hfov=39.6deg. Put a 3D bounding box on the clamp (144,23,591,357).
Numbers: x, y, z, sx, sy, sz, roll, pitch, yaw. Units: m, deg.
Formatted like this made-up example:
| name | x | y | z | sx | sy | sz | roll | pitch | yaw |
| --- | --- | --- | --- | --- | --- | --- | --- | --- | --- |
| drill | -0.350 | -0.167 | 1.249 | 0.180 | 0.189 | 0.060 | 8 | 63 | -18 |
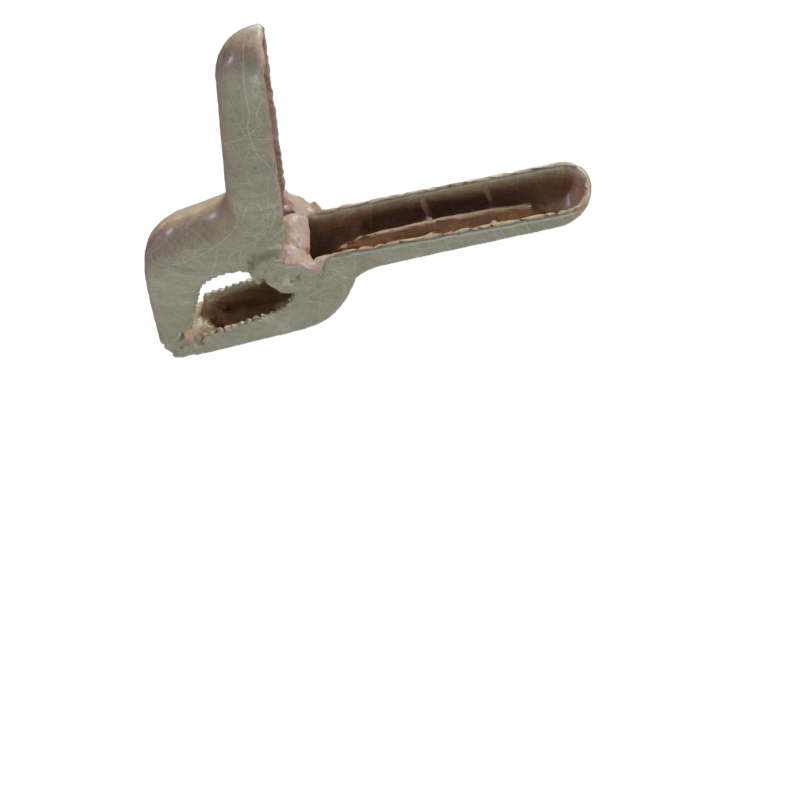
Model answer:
| name | x | y | z | sx | sy | sz | roll | pitch | yaw |
| --- | --- | --- | --- | --- | --- | --- | --- | --- | --- |
| clamp | -0.037 | -0.067 | 0.469 | 0.158 | 0.039 | 0.206 | 14 | -29 | -27 |
